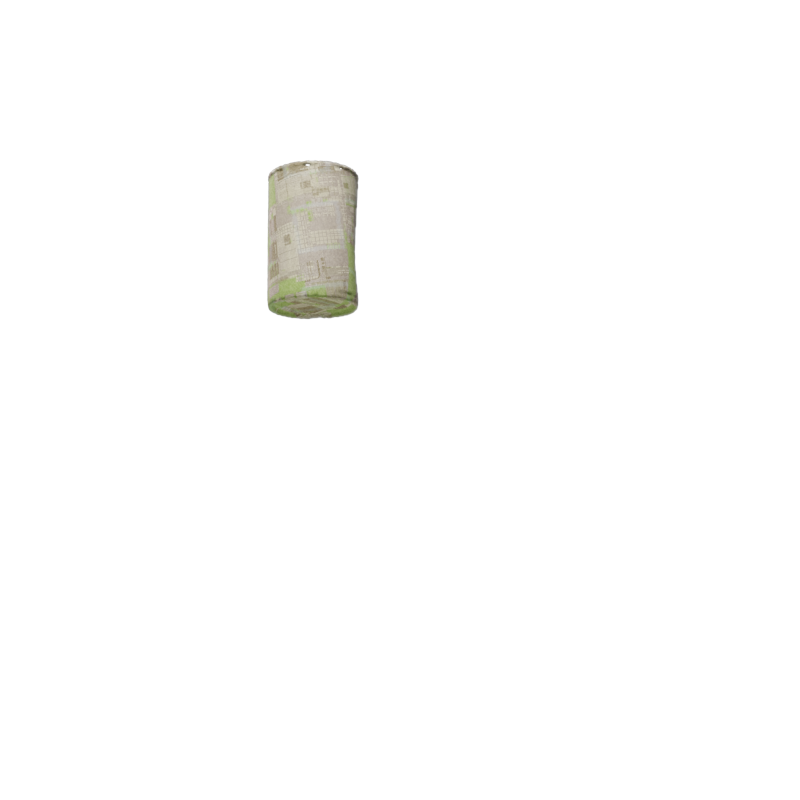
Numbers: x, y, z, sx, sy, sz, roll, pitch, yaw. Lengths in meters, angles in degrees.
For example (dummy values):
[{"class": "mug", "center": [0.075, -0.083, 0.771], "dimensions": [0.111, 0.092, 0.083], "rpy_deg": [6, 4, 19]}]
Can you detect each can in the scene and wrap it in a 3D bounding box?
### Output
[{"class": "can", "center": [-0.064, -0.117, 0.816], "dimensions": [0.068, 0.106, 0.066], "rpy_deg": [0, -16, -2]}]
